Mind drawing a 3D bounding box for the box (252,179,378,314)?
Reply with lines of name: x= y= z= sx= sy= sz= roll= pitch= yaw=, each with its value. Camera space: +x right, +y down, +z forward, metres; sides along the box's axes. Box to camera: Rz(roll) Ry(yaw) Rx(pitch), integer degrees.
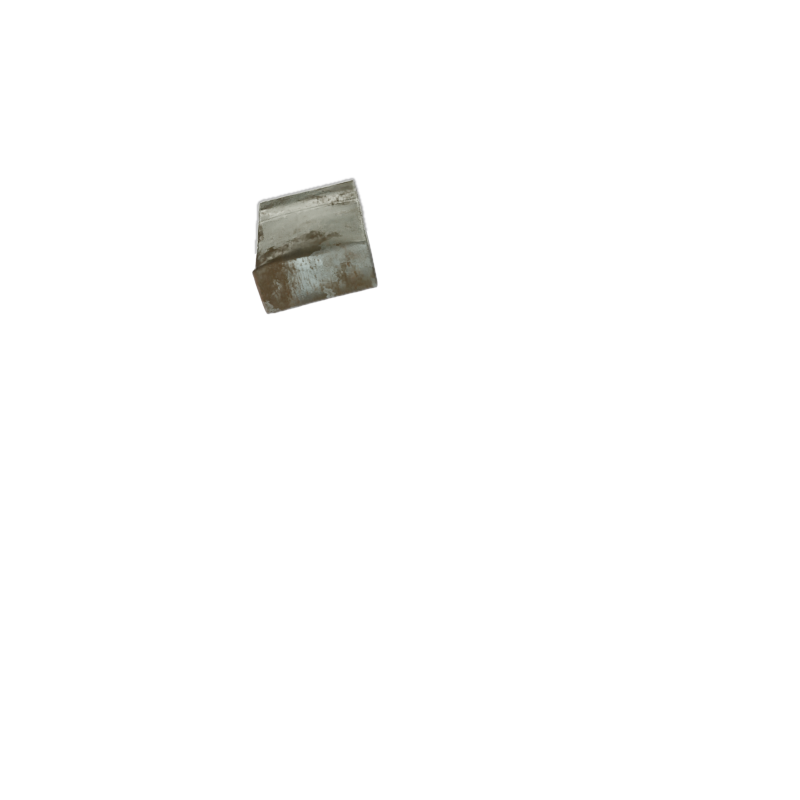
box: x=-0.073 y=-0.133 z=0.933 sx=0.093 sy=0.046 sz=0.185 roll=-14 pitch=24 yaw=2
